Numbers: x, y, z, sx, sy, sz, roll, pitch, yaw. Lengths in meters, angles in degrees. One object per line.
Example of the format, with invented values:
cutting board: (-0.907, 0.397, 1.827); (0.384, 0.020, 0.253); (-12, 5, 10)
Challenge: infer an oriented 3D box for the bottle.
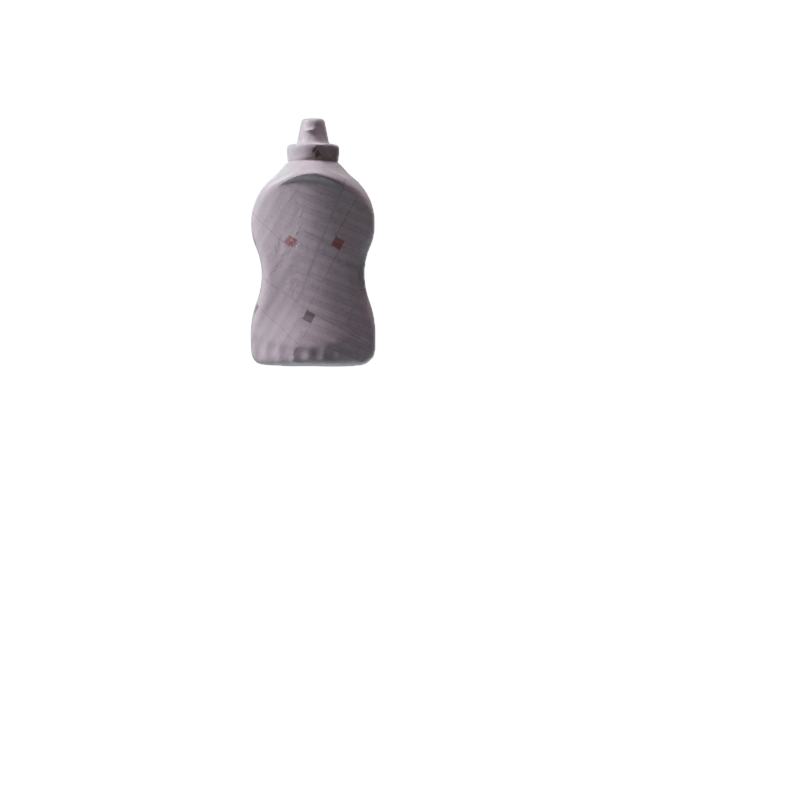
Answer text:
bottle: (-0.068, -0.124, 0.868); (0.097, 0.192, 0.058); (0, -1, 8)
